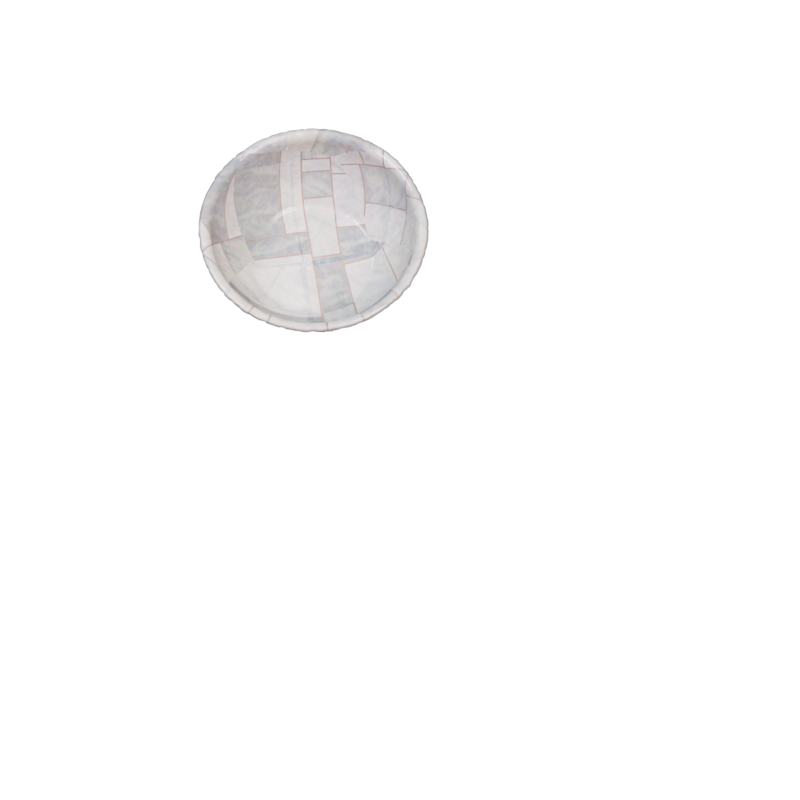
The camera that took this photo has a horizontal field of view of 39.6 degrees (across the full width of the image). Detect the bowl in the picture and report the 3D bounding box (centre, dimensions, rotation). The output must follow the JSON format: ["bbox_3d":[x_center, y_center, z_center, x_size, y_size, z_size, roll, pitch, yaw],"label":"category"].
[{"bbox_3d":[-0.063,-0.114,0.801,0.162,0.171,0.052,-1,-25,-1],"label":"bowl"}]
